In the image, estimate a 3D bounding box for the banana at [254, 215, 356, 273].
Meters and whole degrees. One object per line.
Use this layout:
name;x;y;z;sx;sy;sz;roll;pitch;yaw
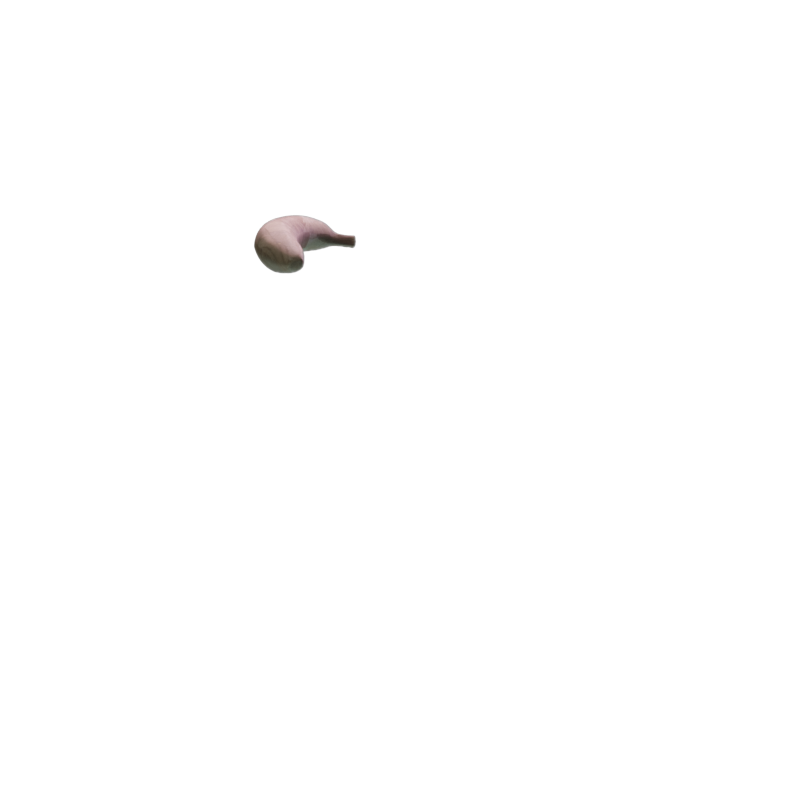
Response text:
banana;-0.094;-0.142;0.990;0.071;0.036;0.199;3;16;12
